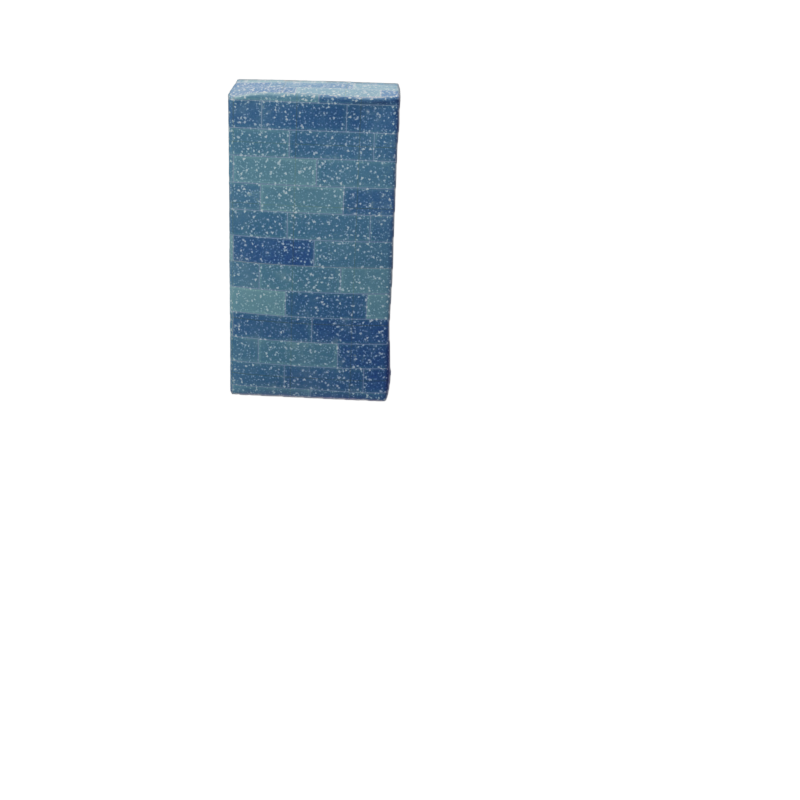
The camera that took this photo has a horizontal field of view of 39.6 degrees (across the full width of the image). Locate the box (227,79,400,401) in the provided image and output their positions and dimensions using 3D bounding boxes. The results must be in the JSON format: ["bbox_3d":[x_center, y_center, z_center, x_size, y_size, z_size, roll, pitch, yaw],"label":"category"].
[{"bbox_3d":[-0.049,-0.088,0.620,0.094,0.168,0.050,2,22,2],"label":"box"}]
